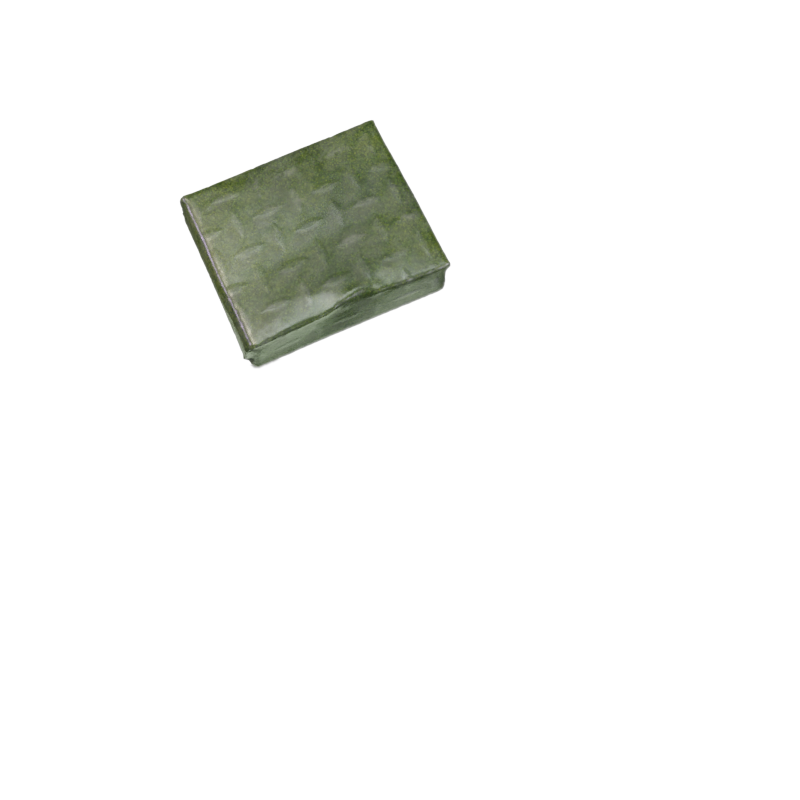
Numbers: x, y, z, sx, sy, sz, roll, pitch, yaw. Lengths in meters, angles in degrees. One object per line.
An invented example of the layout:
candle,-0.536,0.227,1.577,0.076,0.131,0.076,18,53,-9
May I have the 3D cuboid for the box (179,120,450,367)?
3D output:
box,-0.036,-0.065,0.453,0.089,0.077,0.029,-23,-21,-10
